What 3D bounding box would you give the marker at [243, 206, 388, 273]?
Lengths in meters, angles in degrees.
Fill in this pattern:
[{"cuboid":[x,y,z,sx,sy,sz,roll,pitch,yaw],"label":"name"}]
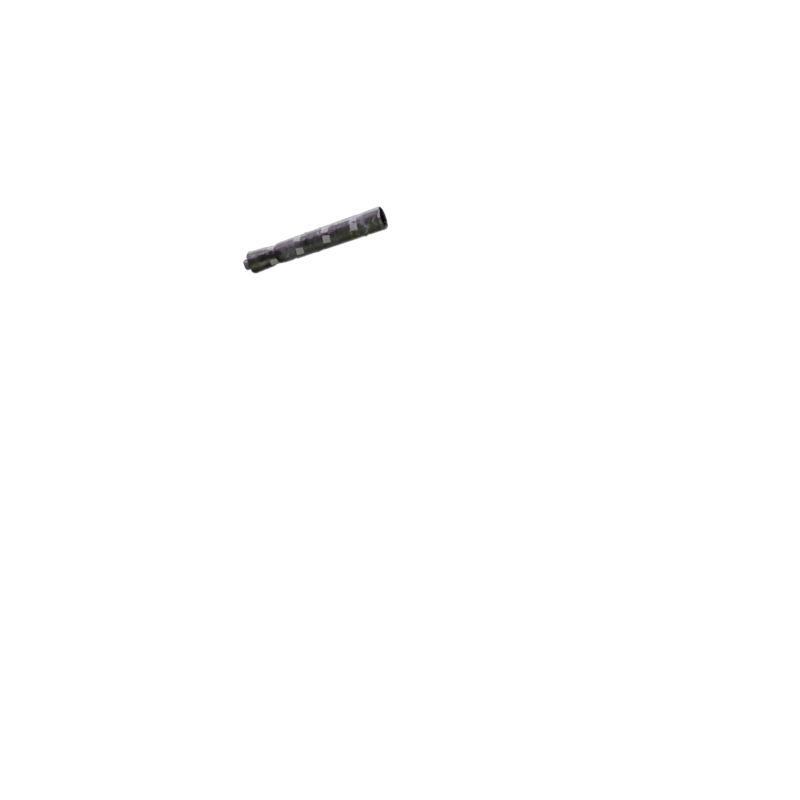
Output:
[{"cuboid":[-0.069,-0.125,0.878,0.122,0.020,0.019,-17,-1,17],"label":"marker"}]
